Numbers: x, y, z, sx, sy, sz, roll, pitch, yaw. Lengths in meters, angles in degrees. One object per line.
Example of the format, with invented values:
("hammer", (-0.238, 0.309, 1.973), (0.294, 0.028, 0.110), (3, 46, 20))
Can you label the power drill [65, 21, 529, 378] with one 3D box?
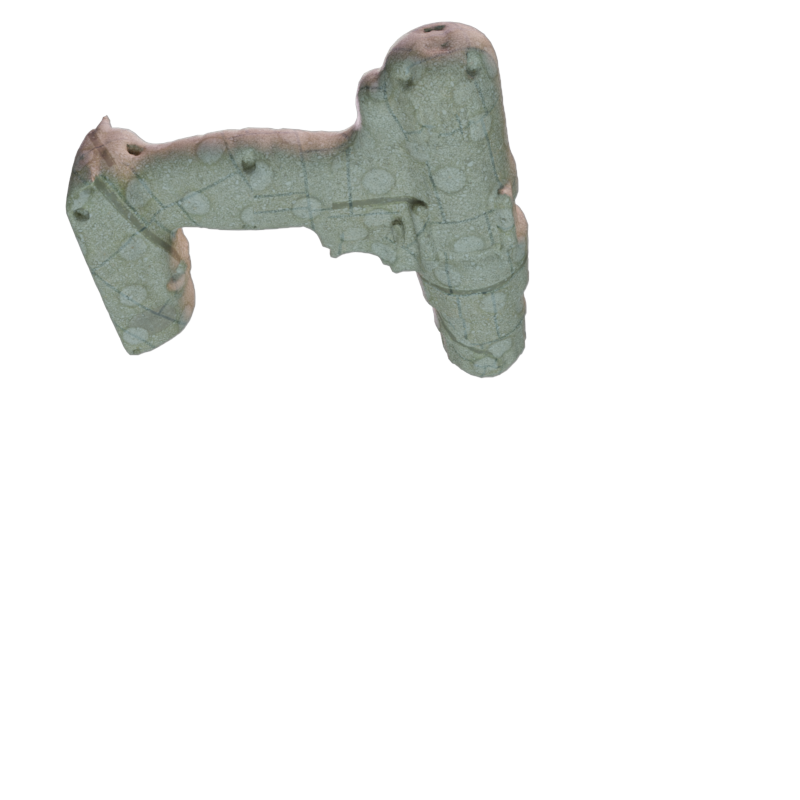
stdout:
("power drill", (-0.038, -0.070, 0.491), (0.189, 0.171, 0.062), (-8, 41, 7))
